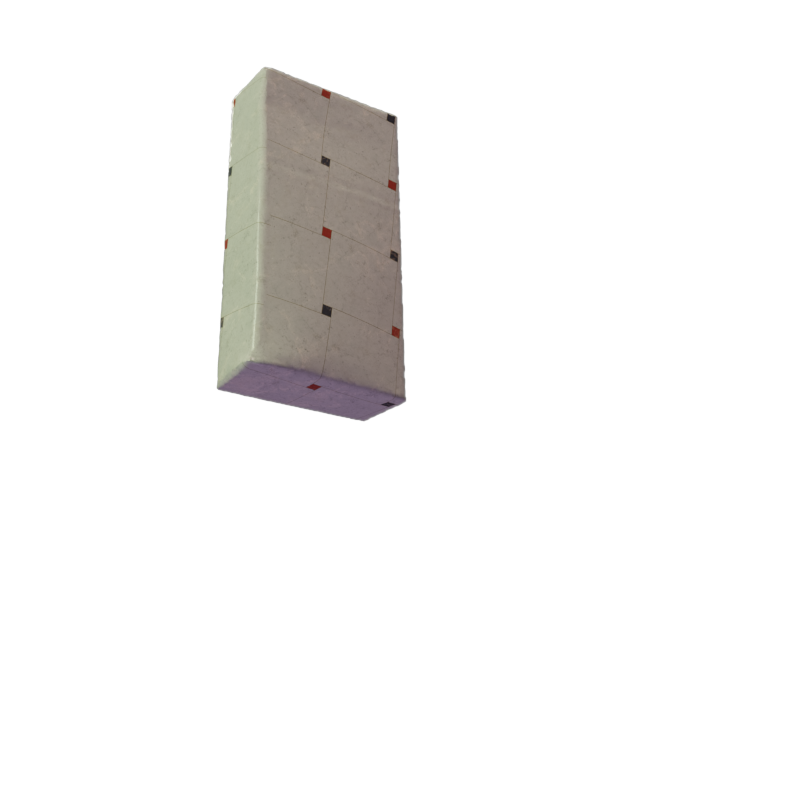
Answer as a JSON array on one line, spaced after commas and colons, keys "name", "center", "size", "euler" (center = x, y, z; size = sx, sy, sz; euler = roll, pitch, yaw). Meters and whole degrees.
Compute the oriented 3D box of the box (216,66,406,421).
[{"name": "box", "center": [-0.047, -0.085, 0.598], "size": [0.089, 0.187, 0.047], "euler": [15, -32, -30]}]
